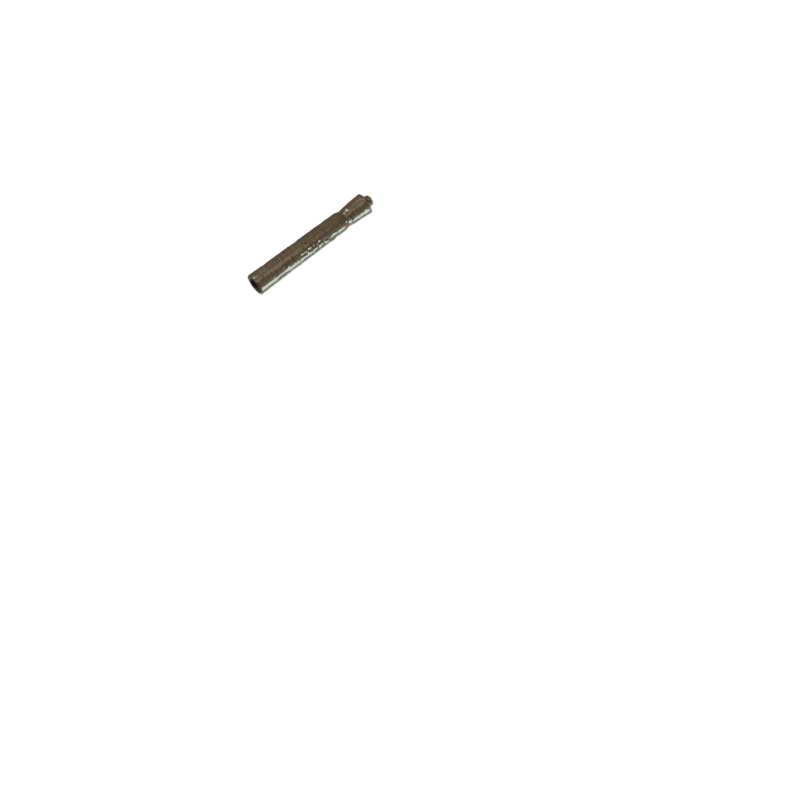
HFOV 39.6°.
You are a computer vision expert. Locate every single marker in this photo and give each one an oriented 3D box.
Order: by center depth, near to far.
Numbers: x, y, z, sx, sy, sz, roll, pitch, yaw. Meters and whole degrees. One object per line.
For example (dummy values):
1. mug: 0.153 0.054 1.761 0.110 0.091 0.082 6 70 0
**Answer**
1. marker: -0.070 -0.127 0.892 0.122 0.019 0.020 -39 17 -16
